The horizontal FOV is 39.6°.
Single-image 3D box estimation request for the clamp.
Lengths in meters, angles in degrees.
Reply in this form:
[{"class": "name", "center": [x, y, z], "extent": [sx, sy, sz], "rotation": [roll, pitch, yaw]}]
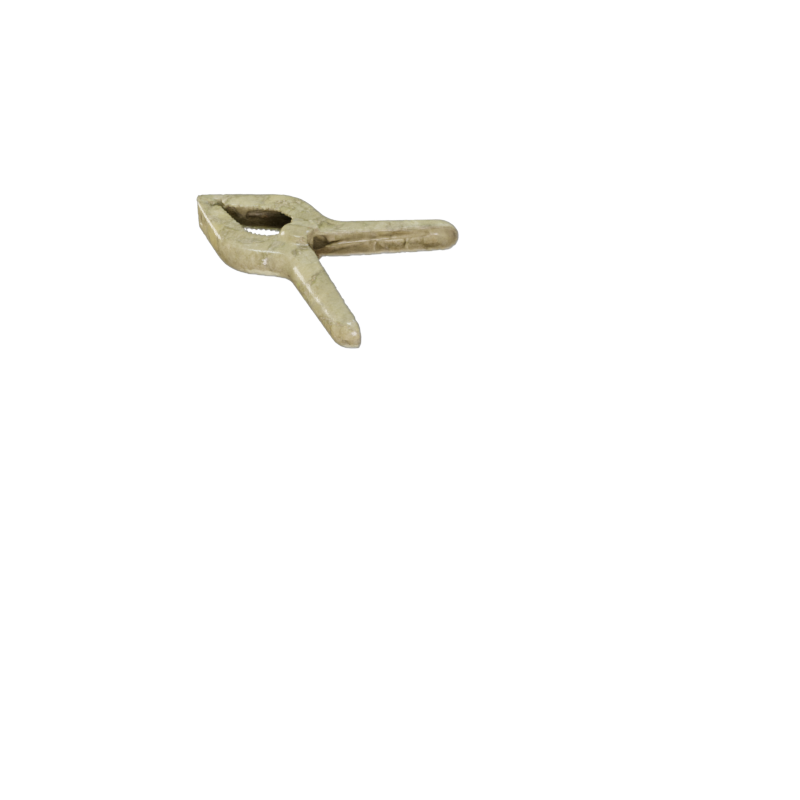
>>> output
[{"class": "clamp", "center": [-0.069, -0.126, 0.885], "extent": [0.222, 0.034, 0.166], "rotation": [27, 46, 29]}]
